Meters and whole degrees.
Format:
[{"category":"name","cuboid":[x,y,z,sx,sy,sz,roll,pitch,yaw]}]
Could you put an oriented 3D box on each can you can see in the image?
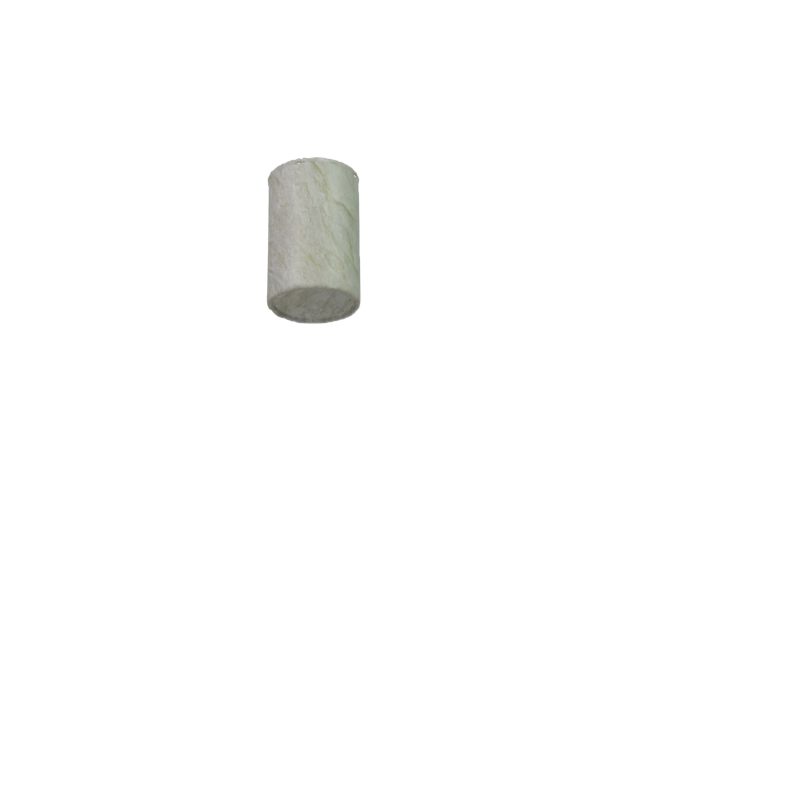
[{"category":"can","cuboid":[-0.063,-0.114,0.800,0.068,0.108,0.065,0,-24,-2]}]
